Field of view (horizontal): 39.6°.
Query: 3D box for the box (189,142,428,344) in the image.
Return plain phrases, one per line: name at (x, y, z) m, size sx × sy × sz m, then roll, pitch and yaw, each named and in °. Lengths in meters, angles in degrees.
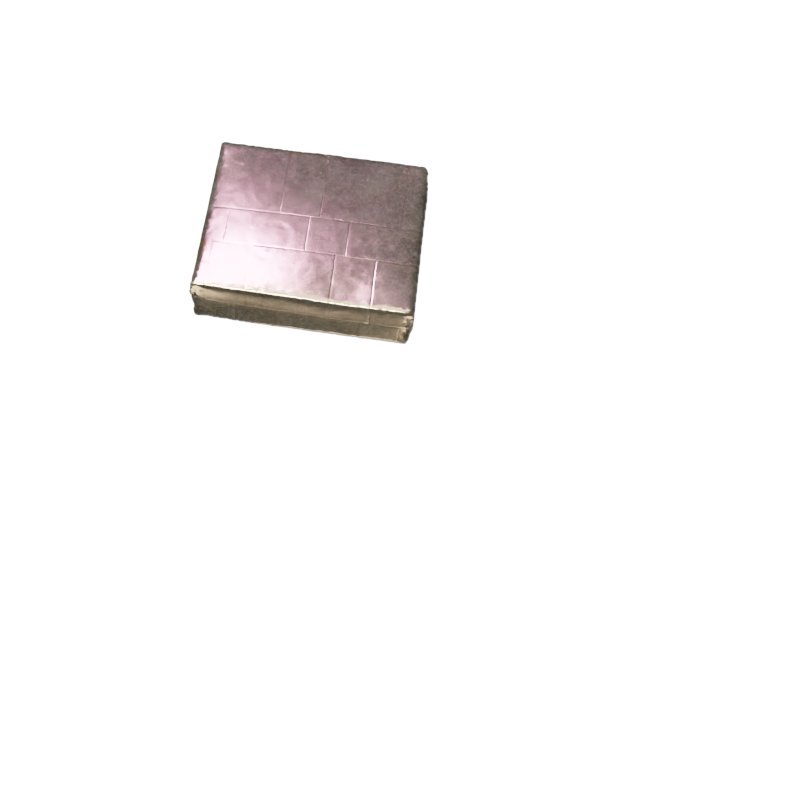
box at (-0.045, -0.082, 0.573) m, size 0.114 × 0.095 × 0.036 m, roll 6°, pitch -31°, yaw 3°
